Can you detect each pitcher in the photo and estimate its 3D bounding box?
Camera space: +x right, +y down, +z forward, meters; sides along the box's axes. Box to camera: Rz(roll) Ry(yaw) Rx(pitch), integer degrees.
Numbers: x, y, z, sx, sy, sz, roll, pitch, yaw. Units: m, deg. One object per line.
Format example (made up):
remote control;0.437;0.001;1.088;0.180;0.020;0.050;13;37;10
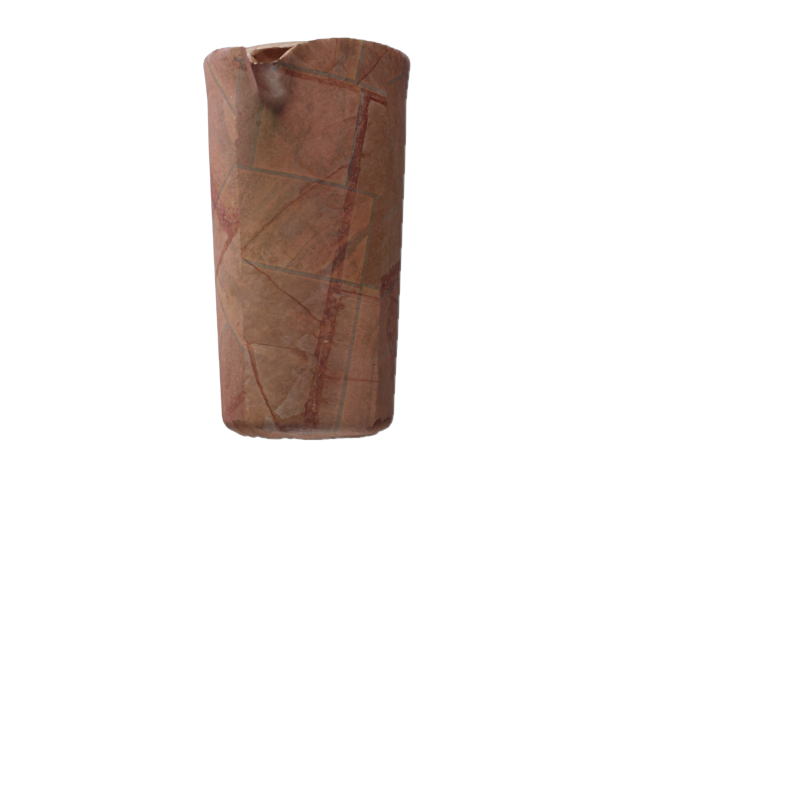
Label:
pitcher;-0.056;-0.102;0.715;0.144;0.246;0.149;2;-3;-32
